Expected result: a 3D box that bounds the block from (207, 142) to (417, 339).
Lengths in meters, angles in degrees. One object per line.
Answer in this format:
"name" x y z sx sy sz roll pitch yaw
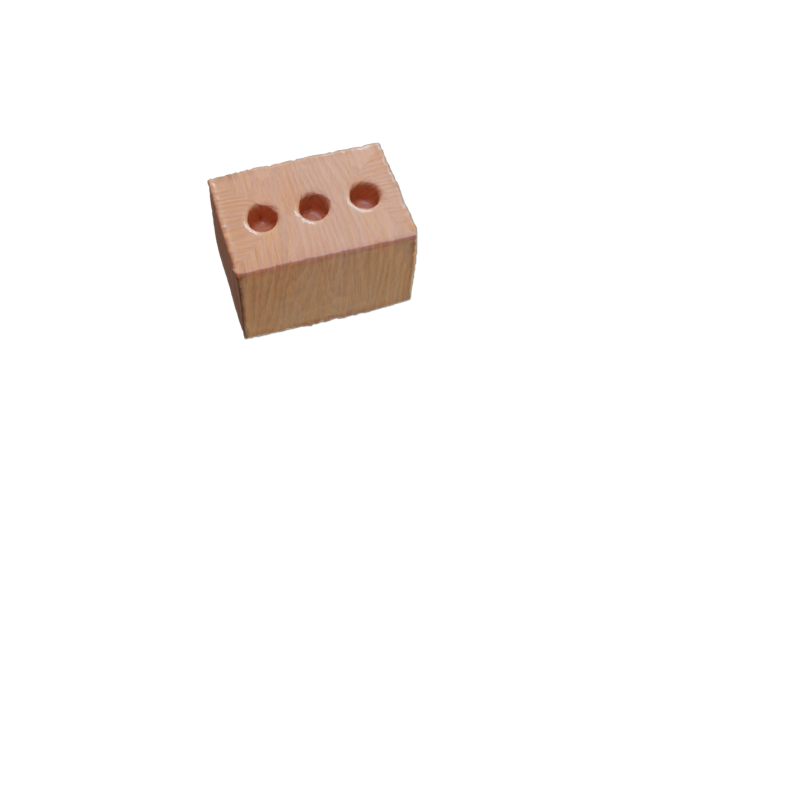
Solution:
"block" -0.037 -0.067 0.472 0.077 0.057 0.048 -14 -30 -10
